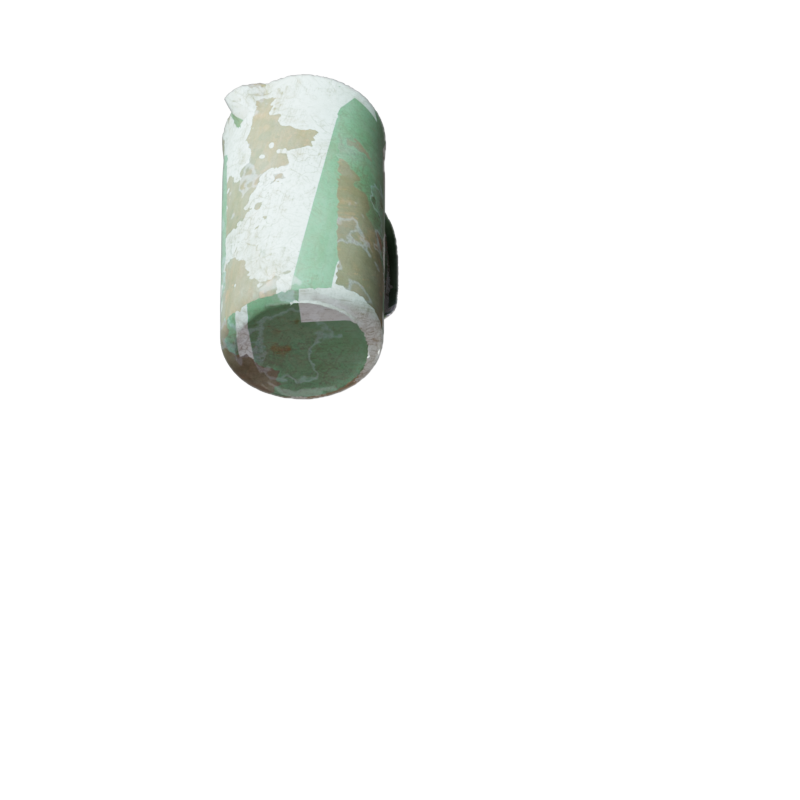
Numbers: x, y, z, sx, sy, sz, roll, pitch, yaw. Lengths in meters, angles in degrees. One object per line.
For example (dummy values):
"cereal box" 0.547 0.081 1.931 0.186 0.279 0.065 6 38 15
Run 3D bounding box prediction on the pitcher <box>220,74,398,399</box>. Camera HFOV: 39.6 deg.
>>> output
"pitcher" -0.064 -0.117 0.817 0.148 0.136 0.261 3 44 -6
